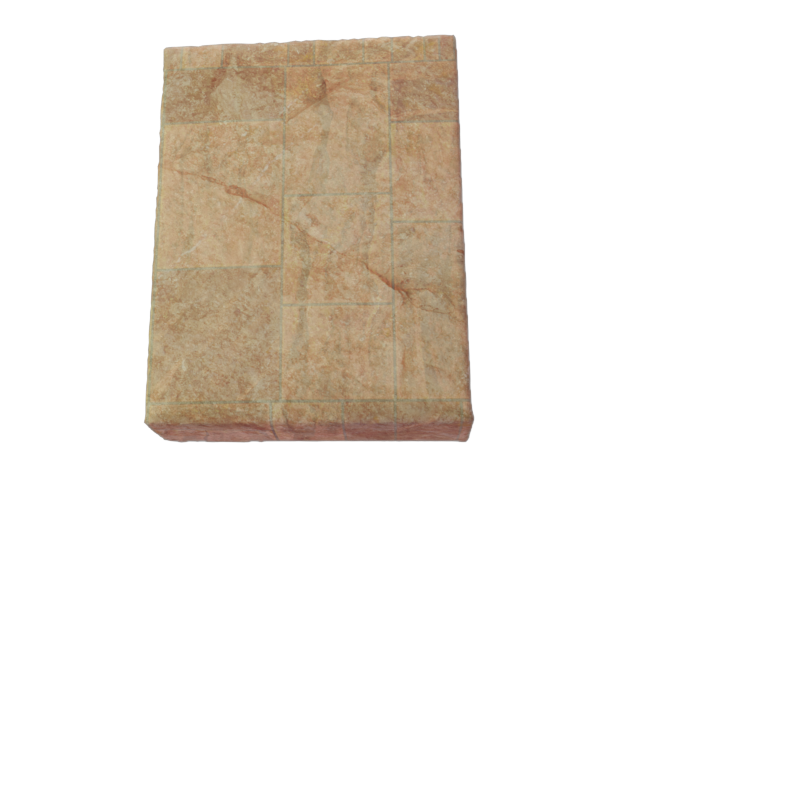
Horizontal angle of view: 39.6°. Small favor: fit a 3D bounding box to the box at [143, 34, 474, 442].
[{"bbox_3d":[-0.047,-0.086,0.603,0.165,0.224,0.068,-2,-19,3],"label":"box"}]
